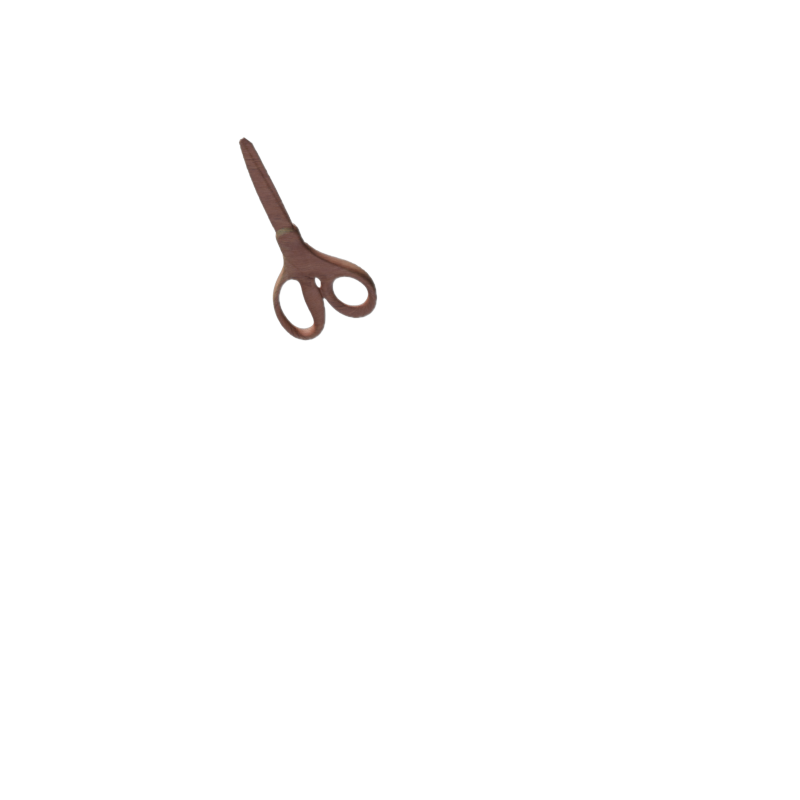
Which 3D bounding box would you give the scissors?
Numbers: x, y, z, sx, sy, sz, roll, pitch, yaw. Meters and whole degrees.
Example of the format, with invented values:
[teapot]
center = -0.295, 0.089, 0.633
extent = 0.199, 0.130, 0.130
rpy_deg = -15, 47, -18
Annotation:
[scissors]
center = -0.069, -0.127, 0.887
extent = 0.096, 0.188, 0.017
rpy_deg = -2, 41, 2
